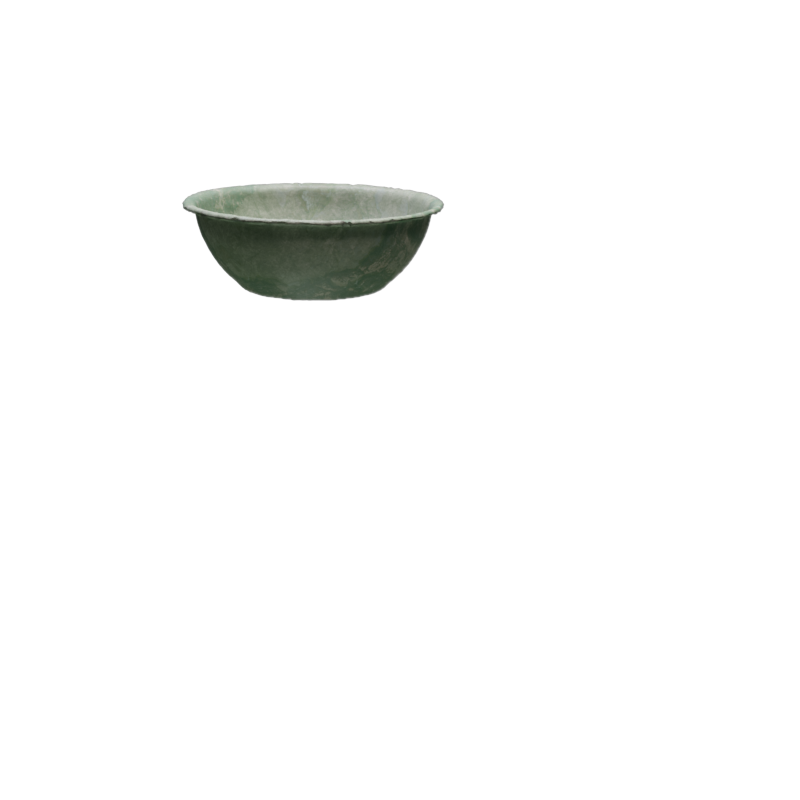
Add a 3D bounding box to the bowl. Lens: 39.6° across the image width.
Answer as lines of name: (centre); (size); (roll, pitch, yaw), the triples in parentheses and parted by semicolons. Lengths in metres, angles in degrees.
bowl: (-0.054, -0.099, 0.691); (0.162, 0.053, 0.168); (-1, 17, -2)
